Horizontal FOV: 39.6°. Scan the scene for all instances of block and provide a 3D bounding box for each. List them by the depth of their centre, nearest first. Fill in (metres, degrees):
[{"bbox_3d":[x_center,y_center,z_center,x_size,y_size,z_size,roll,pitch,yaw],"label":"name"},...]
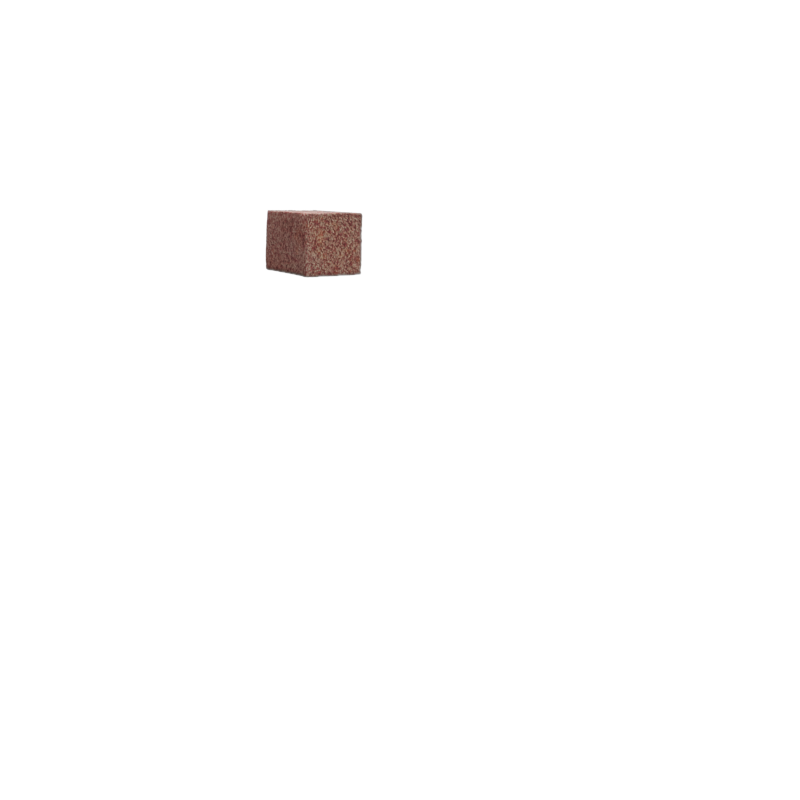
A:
[{"bbox_3d":[-0.072,-0.131,0.918,0.051,0.050,0.082,-4,10,-30],"label":"block"}]
